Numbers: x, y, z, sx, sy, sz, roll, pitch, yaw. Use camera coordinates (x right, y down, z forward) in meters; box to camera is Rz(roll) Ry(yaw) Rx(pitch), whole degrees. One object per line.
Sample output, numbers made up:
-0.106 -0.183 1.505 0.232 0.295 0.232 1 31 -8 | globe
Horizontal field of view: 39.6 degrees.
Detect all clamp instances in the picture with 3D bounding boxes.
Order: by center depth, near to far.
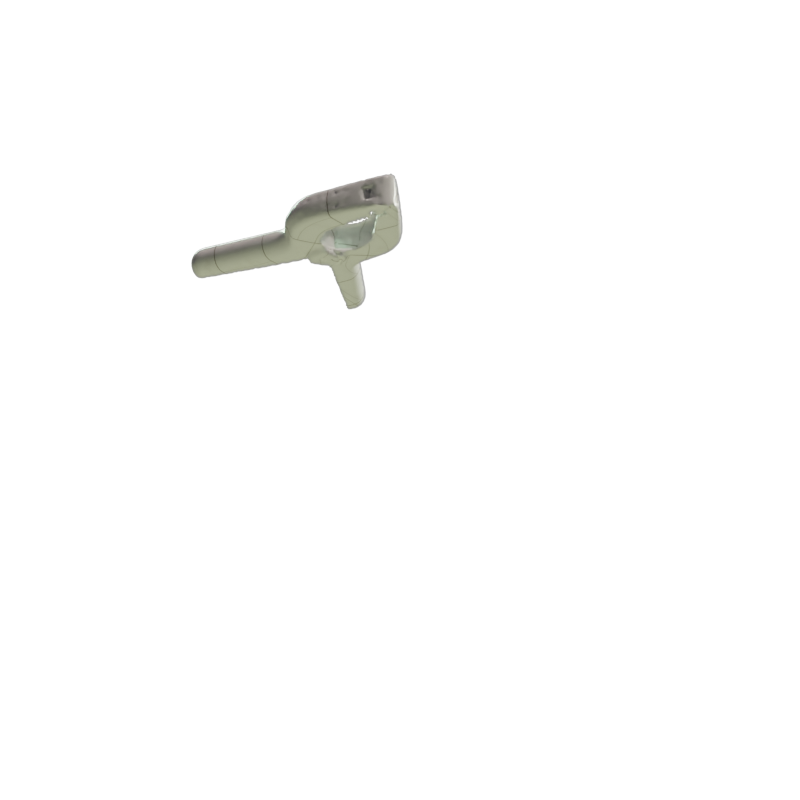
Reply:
-0.071 -0.129 0.904 0.159 0.038 0.206 7 -20 -22 | clamp
